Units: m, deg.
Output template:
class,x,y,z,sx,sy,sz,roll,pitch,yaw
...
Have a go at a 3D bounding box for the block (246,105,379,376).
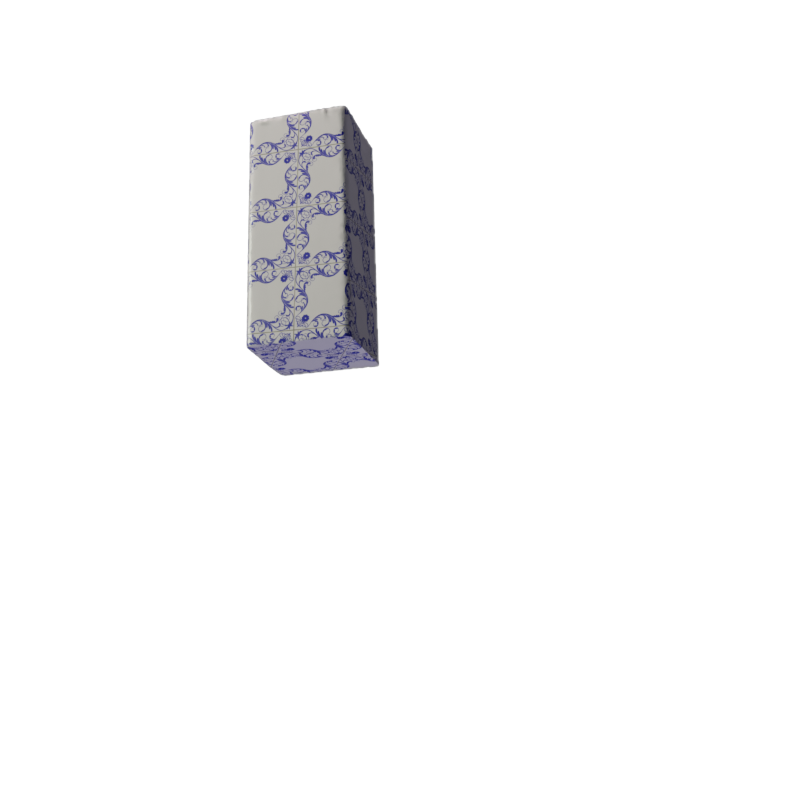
class,x,y,z,sx,sy,sz,roll,pitch,yaw
block,-0.075,-0.136,0.950,0.092,0.217,0.084,-8,-22,15
